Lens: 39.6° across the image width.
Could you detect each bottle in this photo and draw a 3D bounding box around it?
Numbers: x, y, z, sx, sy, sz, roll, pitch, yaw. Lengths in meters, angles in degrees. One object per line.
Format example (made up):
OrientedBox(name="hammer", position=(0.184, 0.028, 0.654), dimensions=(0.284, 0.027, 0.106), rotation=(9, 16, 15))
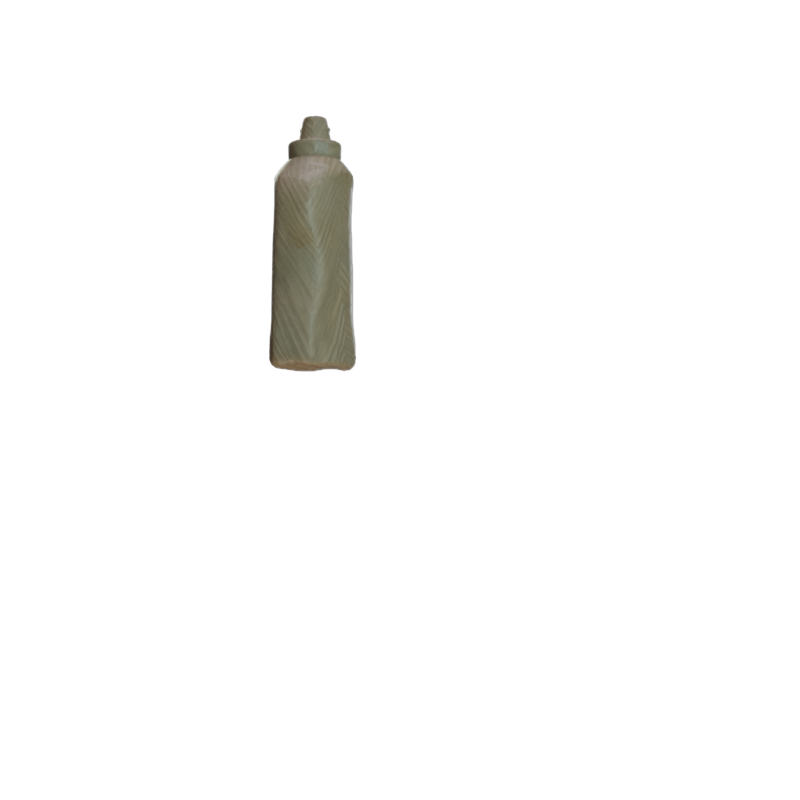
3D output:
OrientedBox(name="bottle", position=(-0.065, -0.119, 0.835), dimensions=(0.060, 0.196, 0.092), rotation=(-4, -8, 18))
